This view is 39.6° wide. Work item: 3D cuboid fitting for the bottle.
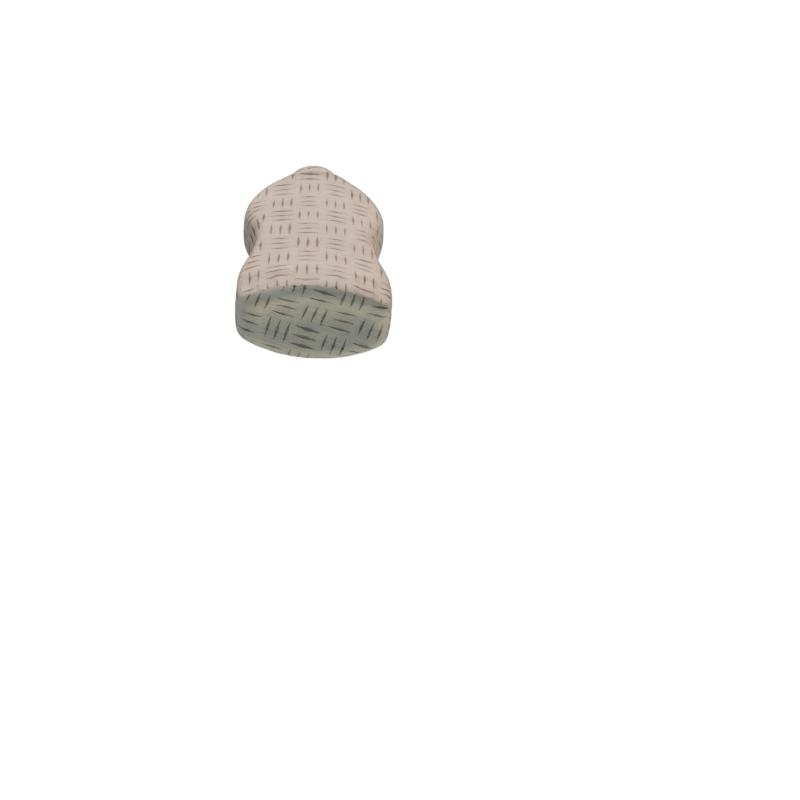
[{"bbox_3d":[-0.059,-0.107,0.750,0.096,0.055,0.205,0,37,-4],"label":"bottle"}]
